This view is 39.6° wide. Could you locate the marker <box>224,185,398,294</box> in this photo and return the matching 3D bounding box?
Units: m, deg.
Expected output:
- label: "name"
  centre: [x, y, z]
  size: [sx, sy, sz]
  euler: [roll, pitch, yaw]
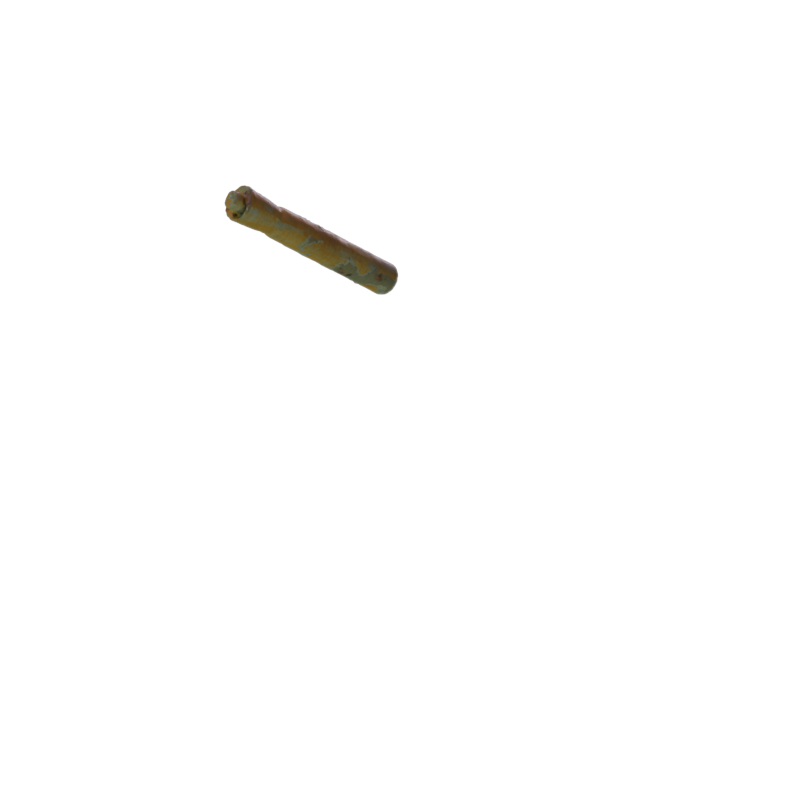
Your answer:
- label: "marker"
  centre: [-0.045, -0.083, 0.579]
  size: [0.021, 0.020, 0.113]
  euler: [4, -13, 44]
